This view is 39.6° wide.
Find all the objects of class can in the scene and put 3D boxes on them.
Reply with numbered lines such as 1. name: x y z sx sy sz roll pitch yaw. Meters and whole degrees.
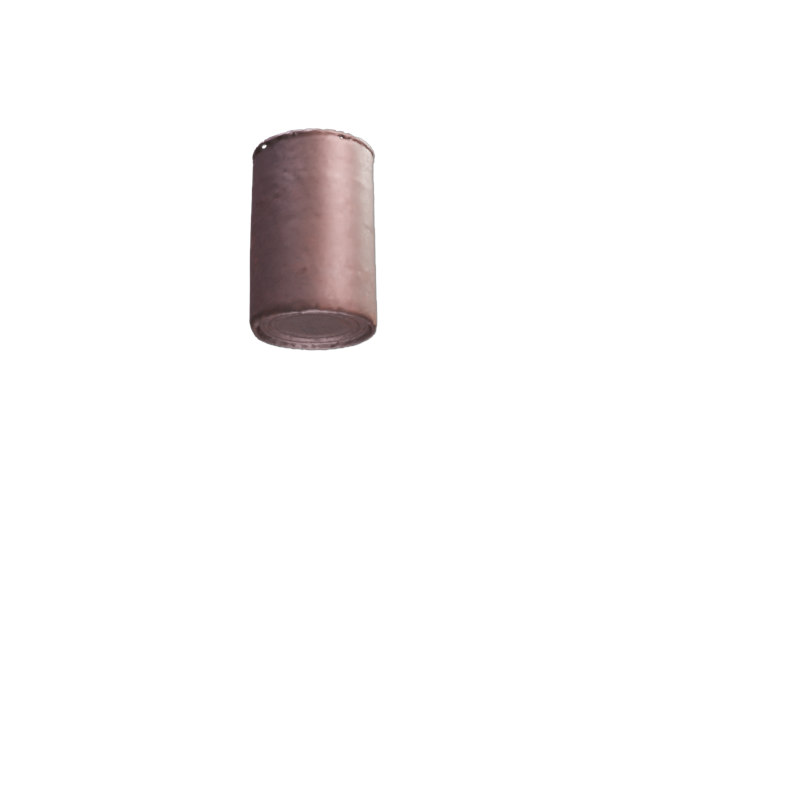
1. can: -0.046 -0.085 0.593 0.068 0.107 0.065 0 -20 -2
